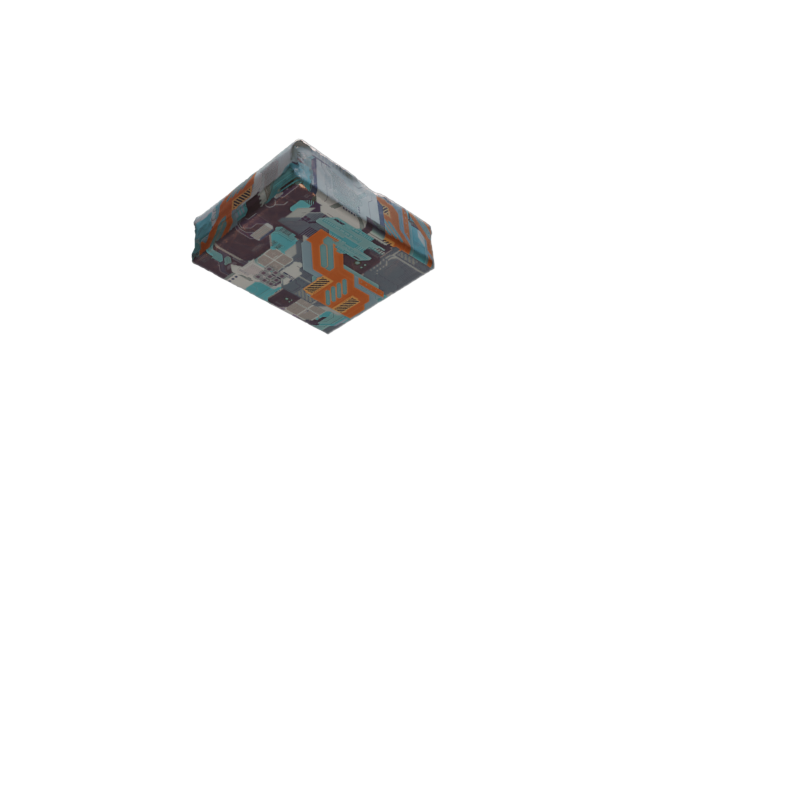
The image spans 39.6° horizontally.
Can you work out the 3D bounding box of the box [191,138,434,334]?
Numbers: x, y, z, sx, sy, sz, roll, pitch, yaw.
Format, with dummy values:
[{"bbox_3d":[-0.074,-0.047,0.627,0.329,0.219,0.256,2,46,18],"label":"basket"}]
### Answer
[{"bbox_3d":[-0.040,-0.074,0.515,0.084,0.032,0.073,29,-46,-34],"label":"box"}]
